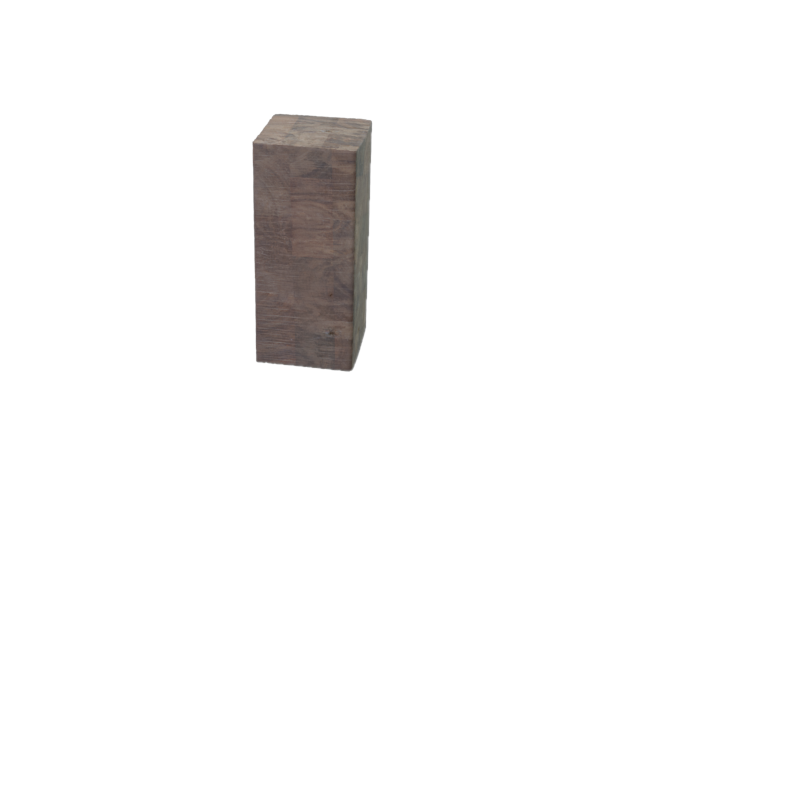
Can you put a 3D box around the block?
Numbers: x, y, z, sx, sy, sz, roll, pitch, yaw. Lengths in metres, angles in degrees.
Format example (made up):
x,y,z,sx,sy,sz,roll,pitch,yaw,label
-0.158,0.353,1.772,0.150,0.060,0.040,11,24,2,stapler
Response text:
x,y,z,sx,sy,sz,roll,pitch,yaw,label
-0.077,-0.141,0.984,0.092,0.195,0.094,5,26,7,block
